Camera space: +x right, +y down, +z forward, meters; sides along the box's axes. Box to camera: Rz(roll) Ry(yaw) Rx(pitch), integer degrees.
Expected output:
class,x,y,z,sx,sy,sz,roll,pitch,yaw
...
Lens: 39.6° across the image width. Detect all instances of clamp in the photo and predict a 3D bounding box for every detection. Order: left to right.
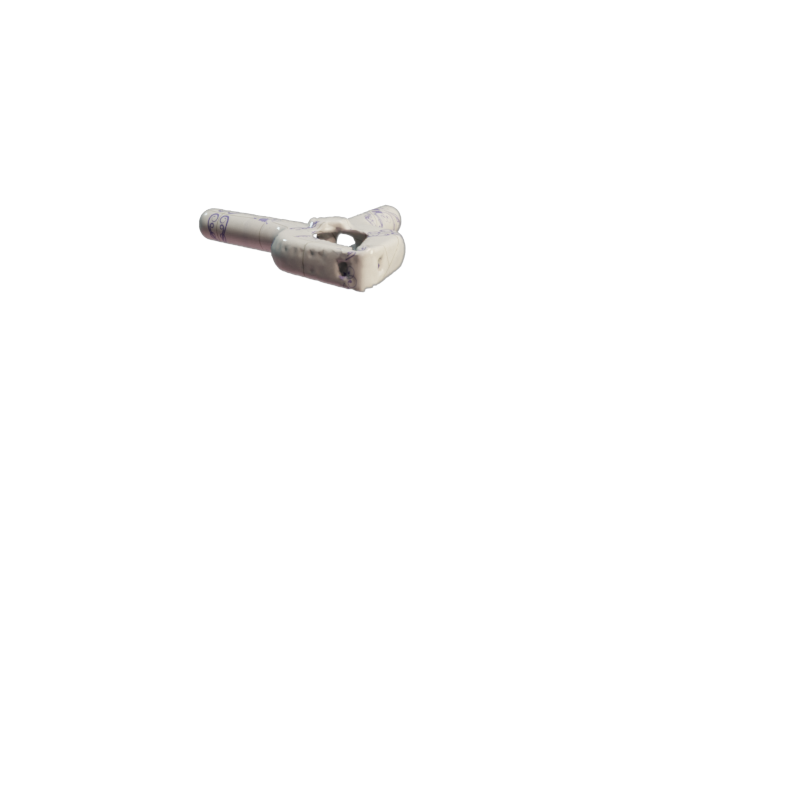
class,x,y,z,sx,sy,sz,roll,pitch,yaw
clamp,-0.063,-0.116,0.810,0.163,0.035,0.219,-3,18,-9
